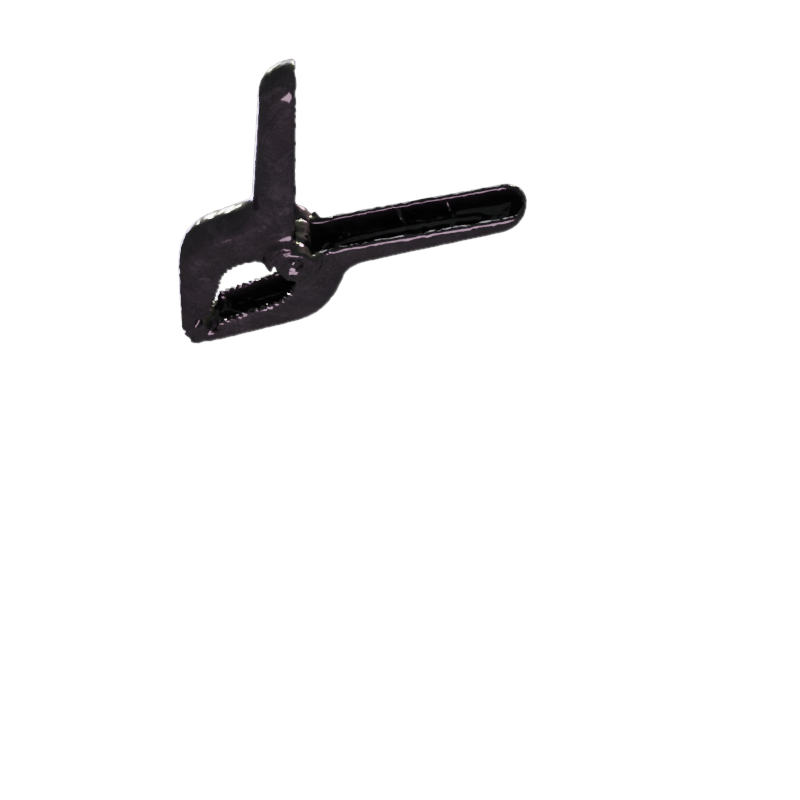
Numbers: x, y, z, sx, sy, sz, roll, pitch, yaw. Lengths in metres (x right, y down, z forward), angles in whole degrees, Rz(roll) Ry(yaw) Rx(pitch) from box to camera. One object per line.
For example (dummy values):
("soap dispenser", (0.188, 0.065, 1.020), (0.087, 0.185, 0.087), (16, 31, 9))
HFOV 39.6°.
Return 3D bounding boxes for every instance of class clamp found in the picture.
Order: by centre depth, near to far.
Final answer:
("clamp", (-0.047, -0.086, 0.605), (0.157, 0.039, 0.206), (20, -38, -28))
